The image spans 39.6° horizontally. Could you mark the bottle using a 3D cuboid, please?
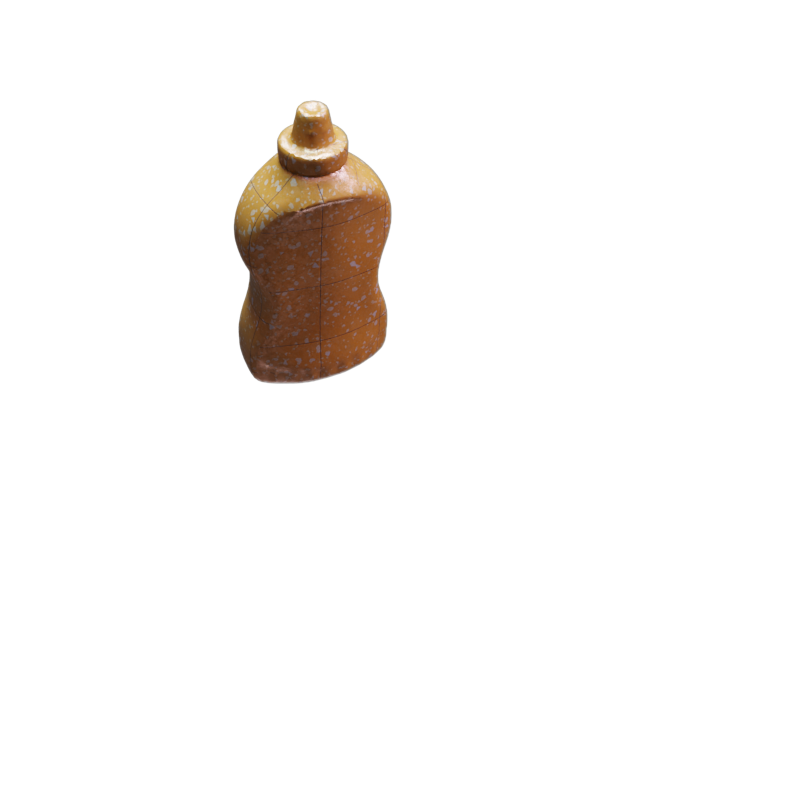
[{"bbox_3d":[-0.053,-0.097,0.678,0.095,0.179,0.063,-13,46,-17],"label":"bottle"}]
